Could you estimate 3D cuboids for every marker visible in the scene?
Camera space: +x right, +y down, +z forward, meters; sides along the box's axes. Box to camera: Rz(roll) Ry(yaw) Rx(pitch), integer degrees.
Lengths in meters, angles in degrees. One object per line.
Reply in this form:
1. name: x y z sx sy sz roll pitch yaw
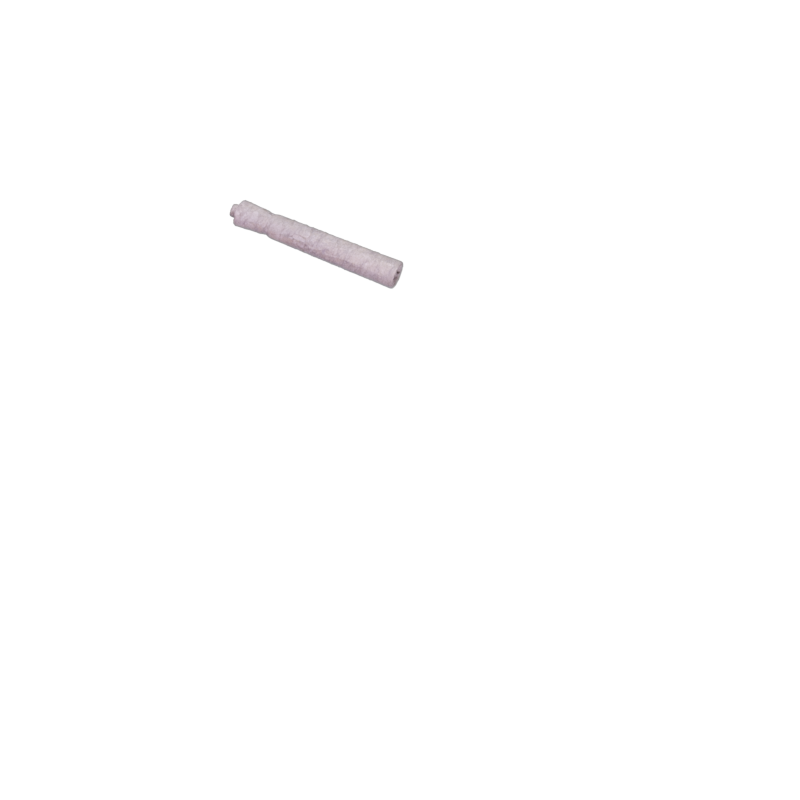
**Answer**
1. marker: -0.057 -0.103 0.722 0.125 0.019 0.019 24 10 16
